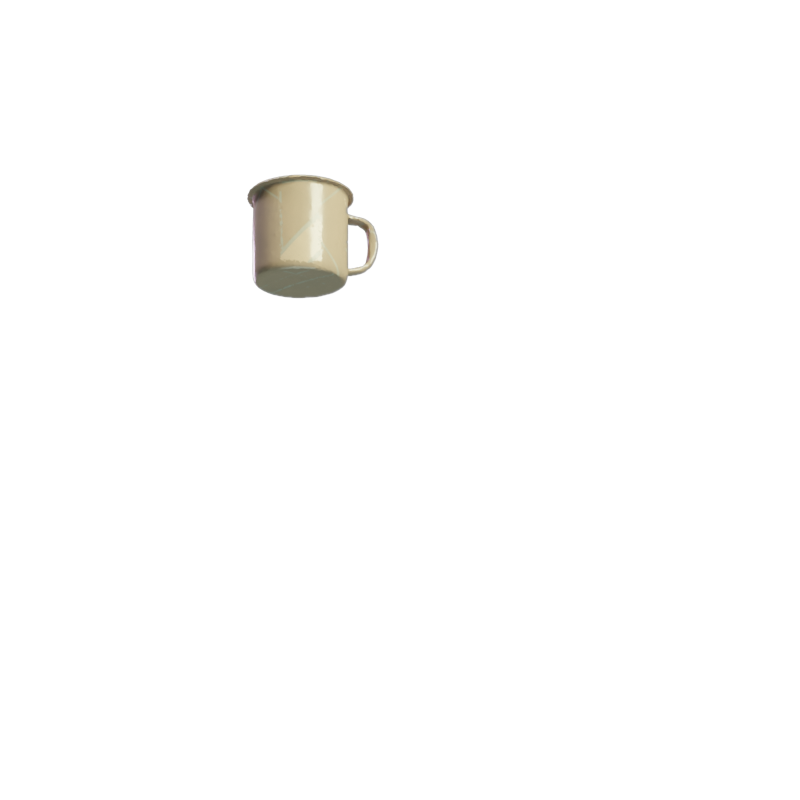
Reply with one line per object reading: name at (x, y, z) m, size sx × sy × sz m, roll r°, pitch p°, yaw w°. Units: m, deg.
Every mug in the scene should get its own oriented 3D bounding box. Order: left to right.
mug at (-0.075, -0.137, 0.957) m, size 0.114 × 0.085 × 0.092 m, roll 6°, pitch -19°, yaw -21°
